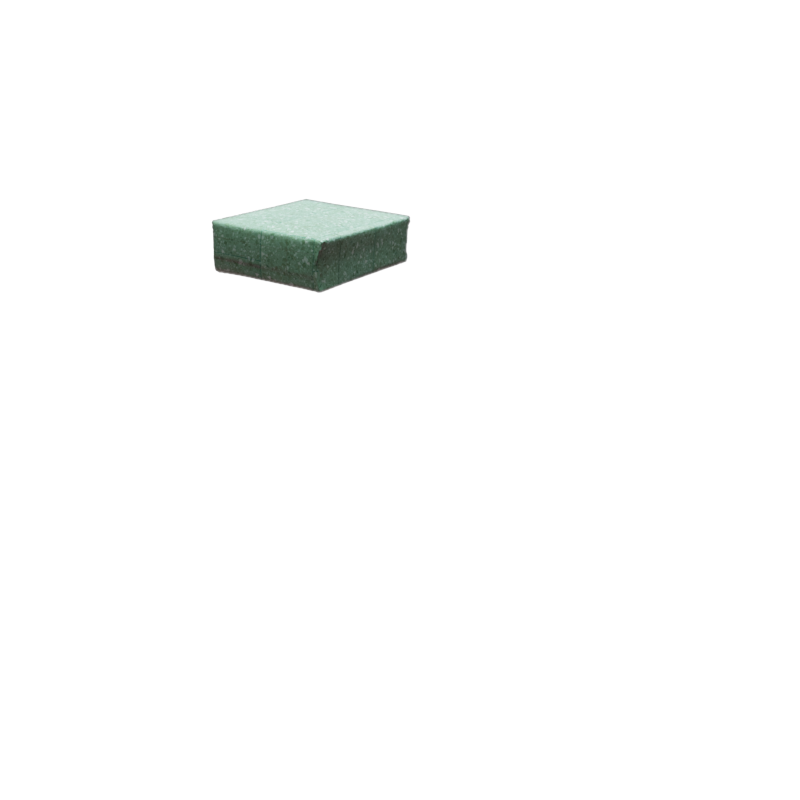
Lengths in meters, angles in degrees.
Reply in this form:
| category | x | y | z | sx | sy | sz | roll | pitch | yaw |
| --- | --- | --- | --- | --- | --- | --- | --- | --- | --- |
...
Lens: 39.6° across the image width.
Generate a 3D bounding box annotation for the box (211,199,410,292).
| category | x | y | z | sx | sy | sz | roll | pitch | yaw |
| --- | --- | --- | --- | --- | --- | --- | --- | --- | --- |
| box | -0.059 | -0.108 | 0.755 | 0.094 | 0.037 | 0.113 | 12 | 24 | 30 |
